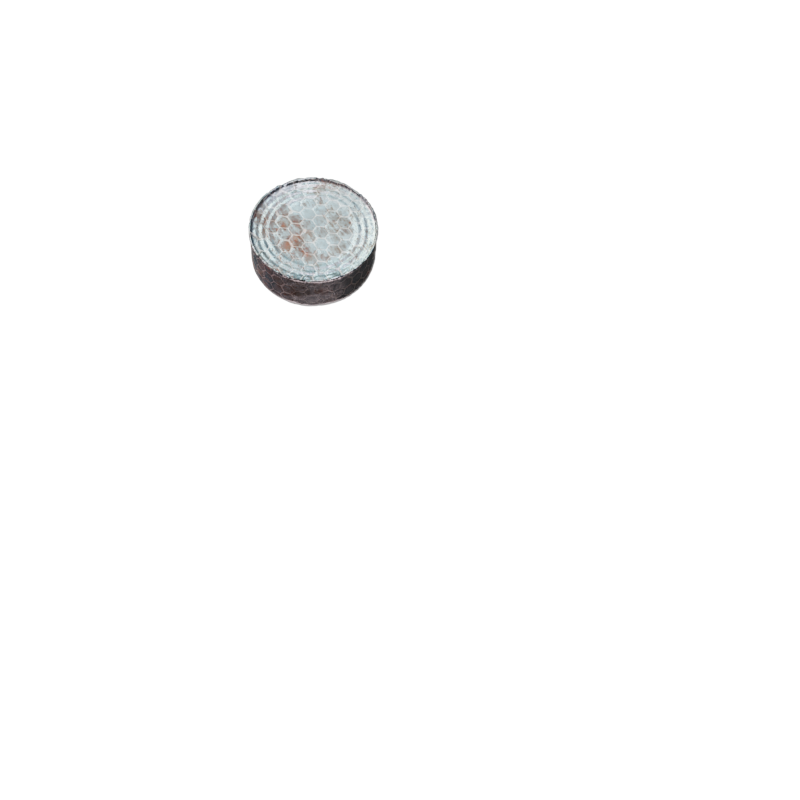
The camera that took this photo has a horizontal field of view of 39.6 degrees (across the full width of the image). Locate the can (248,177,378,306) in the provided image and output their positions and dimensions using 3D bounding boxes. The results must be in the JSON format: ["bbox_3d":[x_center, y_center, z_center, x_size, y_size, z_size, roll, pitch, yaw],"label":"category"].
[{"bbox_3d":[-0.058,-0.106,0.744,0.086,0.092,0.031,-1,-33,-1],"label":"can"}]
